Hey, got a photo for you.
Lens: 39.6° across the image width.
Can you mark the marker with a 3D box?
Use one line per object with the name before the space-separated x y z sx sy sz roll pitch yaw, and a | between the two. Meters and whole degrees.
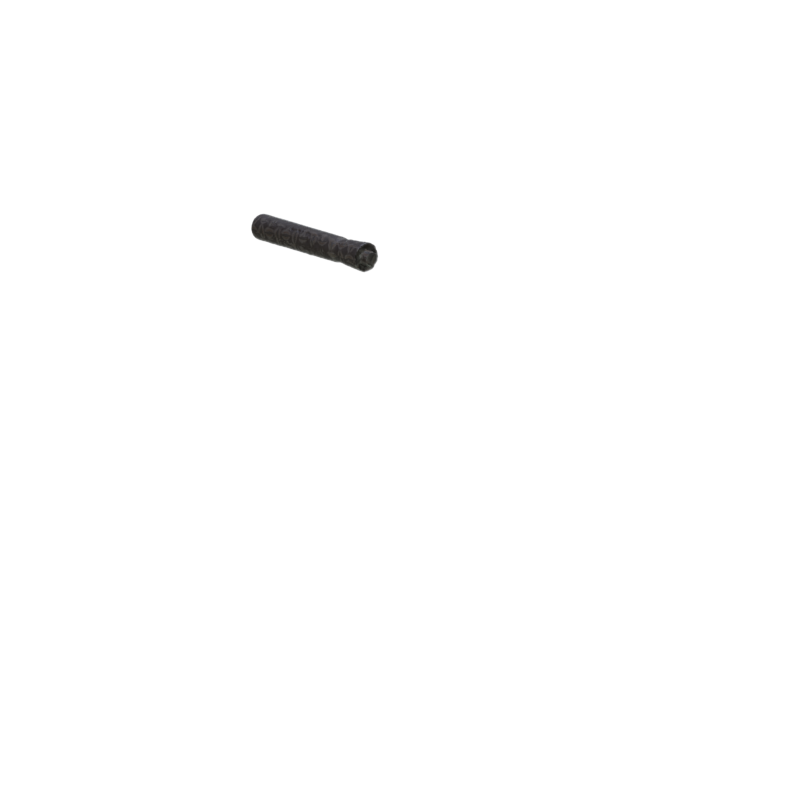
marker | -0.057 -0.104 0.728 0.019 0.019 0.128 -3 18 -39
